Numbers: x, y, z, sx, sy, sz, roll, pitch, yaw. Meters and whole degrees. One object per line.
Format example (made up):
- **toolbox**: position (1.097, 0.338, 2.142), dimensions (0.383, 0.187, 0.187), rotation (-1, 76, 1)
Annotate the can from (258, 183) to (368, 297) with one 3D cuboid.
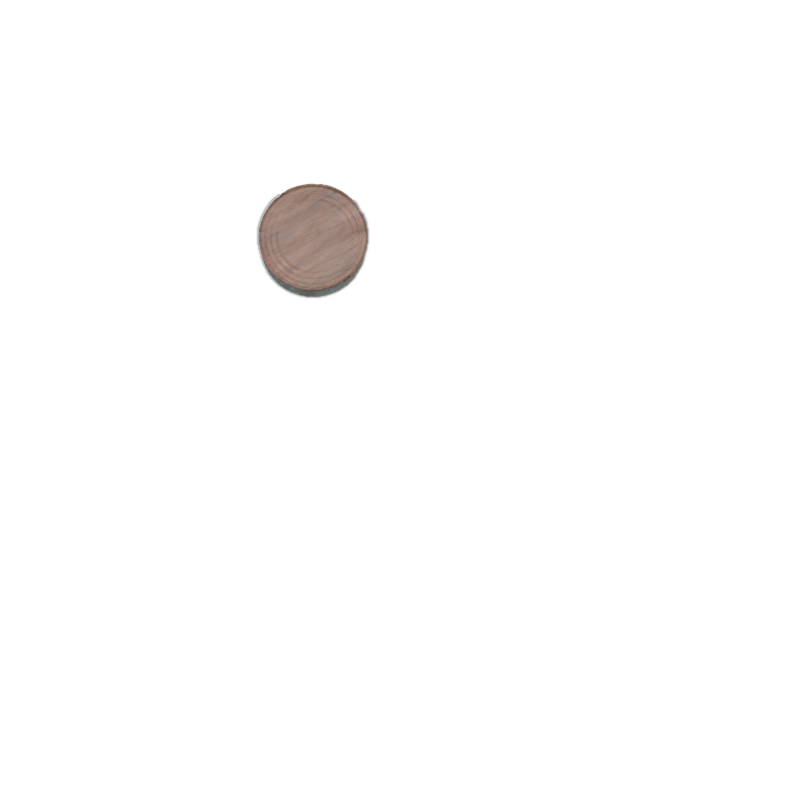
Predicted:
- **can**: position (-0.068, -0.125, 0.872), dimensions (0.086, 0.089, 0.032), rotation (0, -14, -1)
